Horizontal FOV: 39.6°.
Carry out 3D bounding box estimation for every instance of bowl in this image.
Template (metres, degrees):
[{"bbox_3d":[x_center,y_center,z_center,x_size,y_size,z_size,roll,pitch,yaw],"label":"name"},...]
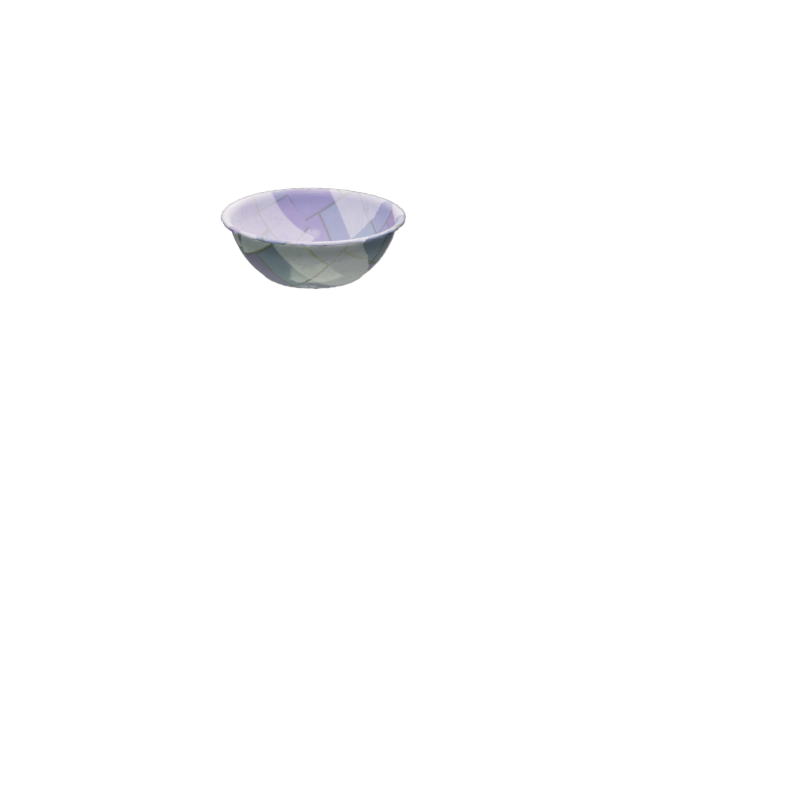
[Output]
[{"bbox_3d":[-0.077,-0.140,0.978,0.162,0.052,0.171,-1,26,-2],"label":"bowl"}]
